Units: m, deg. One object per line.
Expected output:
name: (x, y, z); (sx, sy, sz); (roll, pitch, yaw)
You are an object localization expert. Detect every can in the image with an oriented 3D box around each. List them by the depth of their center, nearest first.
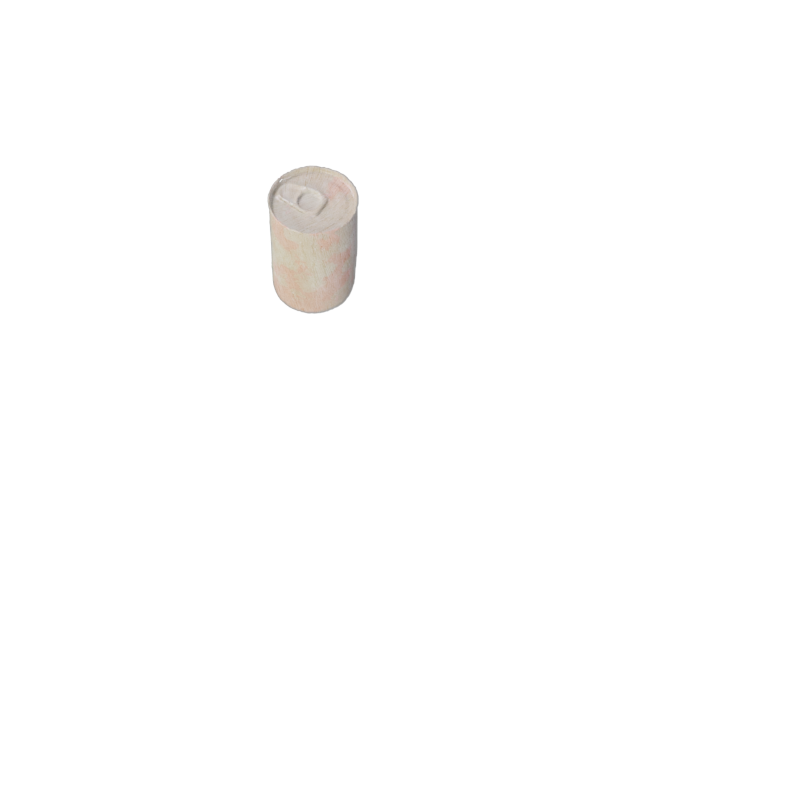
can: (-0.067, -0.123, 0.861); (0.068, 0.073, 0.095); (0, -35, -3)
